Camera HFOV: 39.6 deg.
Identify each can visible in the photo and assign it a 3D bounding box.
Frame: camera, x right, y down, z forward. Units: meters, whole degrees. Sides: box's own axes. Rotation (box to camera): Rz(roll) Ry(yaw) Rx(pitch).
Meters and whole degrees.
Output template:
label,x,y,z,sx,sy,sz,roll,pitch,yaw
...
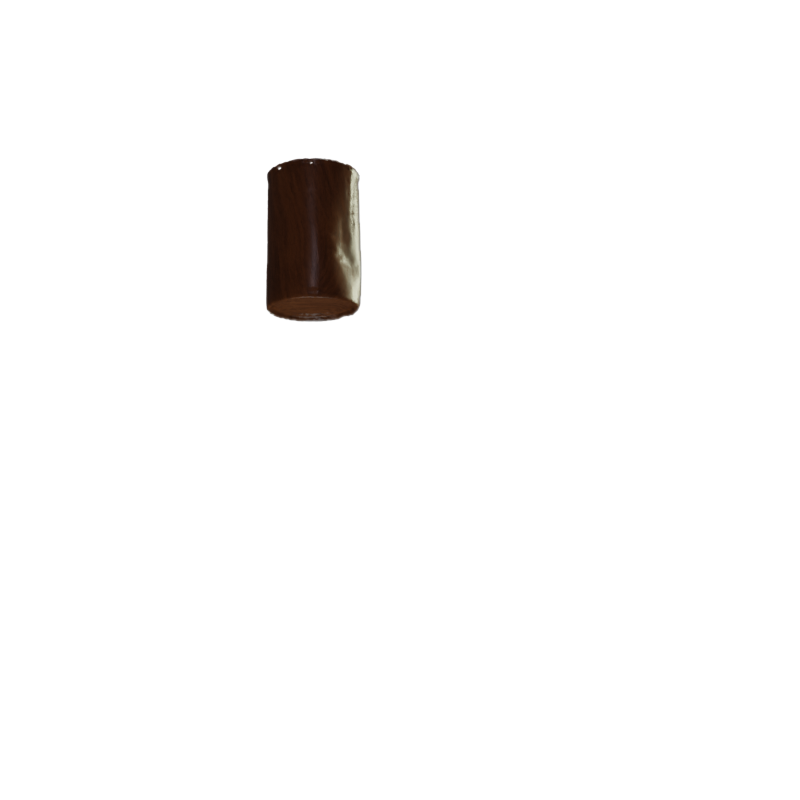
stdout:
label,x,y,z,sx,sy,sz,roll,pitch,yaw
can,-0.062,-0.114,0.796,0.068,0.107,0.066,0,-16,-2
